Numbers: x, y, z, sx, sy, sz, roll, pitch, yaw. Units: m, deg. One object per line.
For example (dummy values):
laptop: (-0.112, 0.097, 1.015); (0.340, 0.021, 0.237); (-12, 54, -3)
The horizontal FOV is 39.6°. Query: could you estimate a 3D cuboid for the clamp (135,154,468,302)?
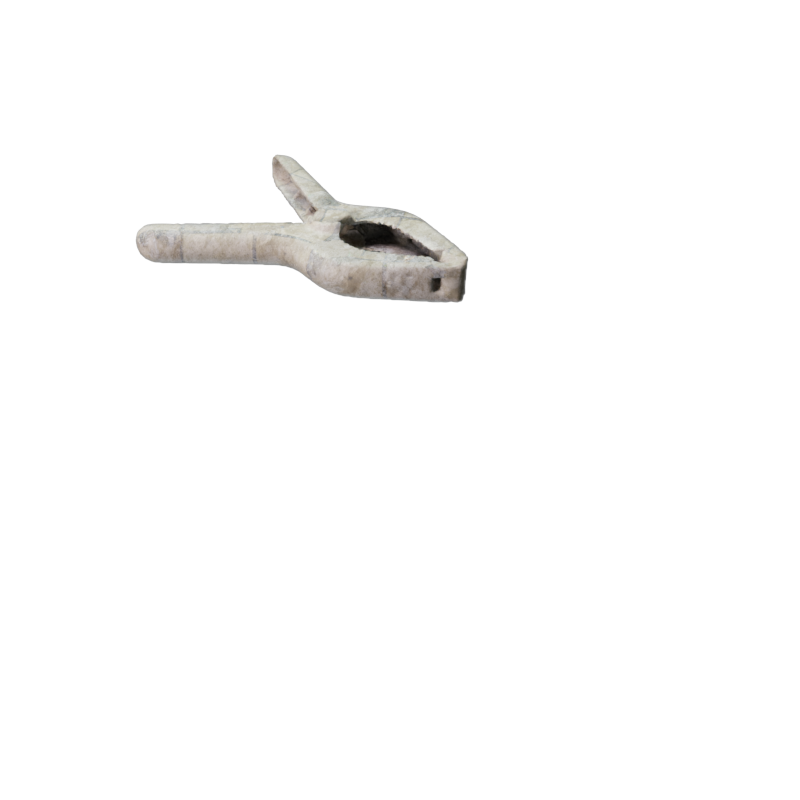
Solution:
clamp: (-0.057, -0.104, 0.730); (0.223, 0.034, 0.165); (25, 41, 32)
